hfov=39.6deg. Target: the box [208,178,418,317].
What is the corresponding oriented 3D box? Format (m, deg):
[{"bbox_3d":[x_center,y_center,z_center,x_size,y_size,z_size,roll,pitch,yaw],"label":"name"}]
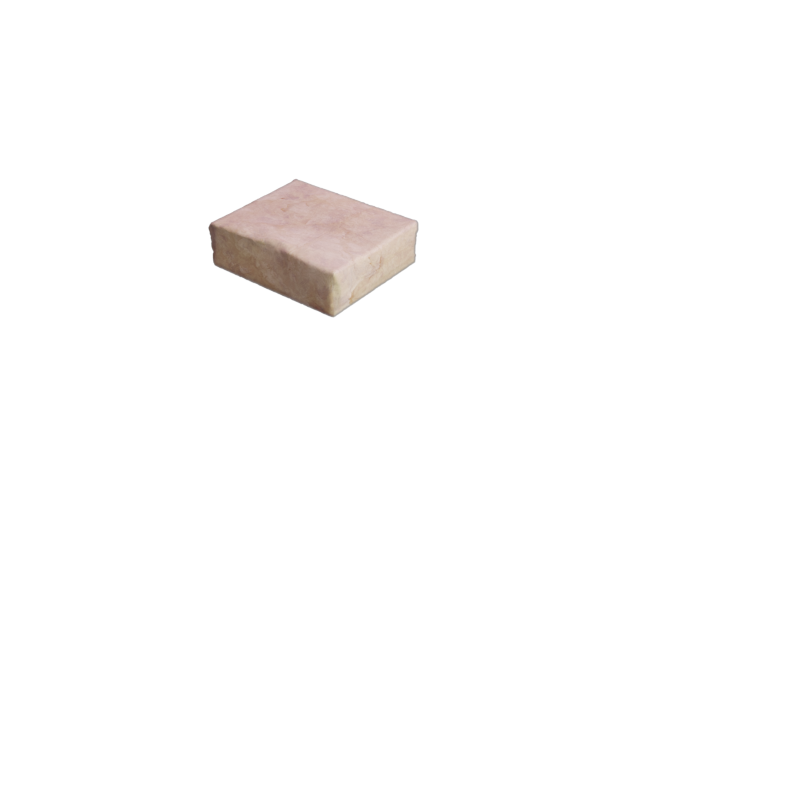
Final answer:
[{"bbox_3d":[-0.047,-0.086,0.601,0.095,0.028,0.073,24,41,31],"label":"box"}]
